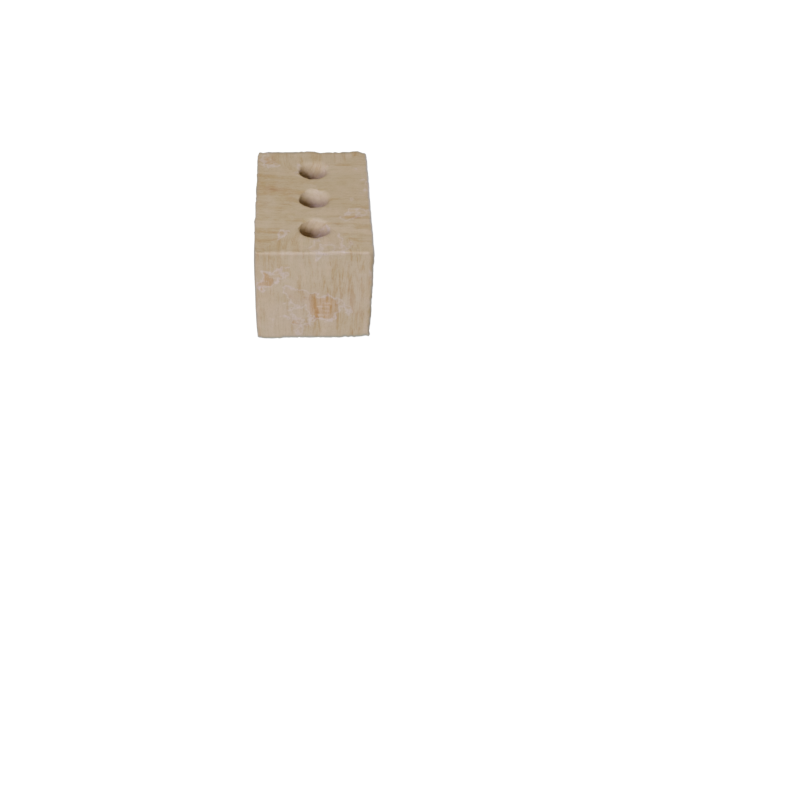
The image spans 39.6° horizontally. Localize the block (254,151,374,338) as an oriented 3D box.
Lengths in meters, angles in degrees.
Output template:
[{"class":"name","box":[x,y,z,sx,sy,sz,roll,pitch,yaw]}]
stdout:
[{"class":"block","box":[-0.040,-0.073,0.509,0.052,0.048,0.084,-2,43,-4]}]
